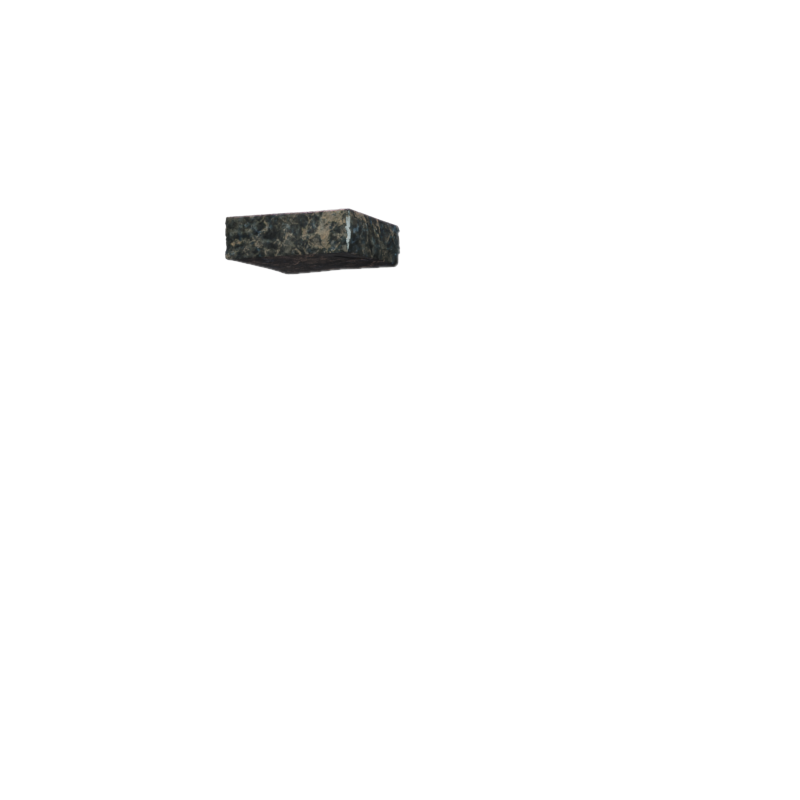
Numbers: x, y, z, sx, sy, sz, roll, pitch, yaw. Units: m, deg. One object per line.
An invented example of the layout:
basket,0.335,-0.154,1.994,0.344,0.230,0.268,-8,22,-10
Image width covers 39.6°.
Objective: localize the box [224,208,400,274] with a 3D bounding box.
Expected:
box,-0.069,-0.126,0.879,0.117,0.040,0.086,-2,-4,27
